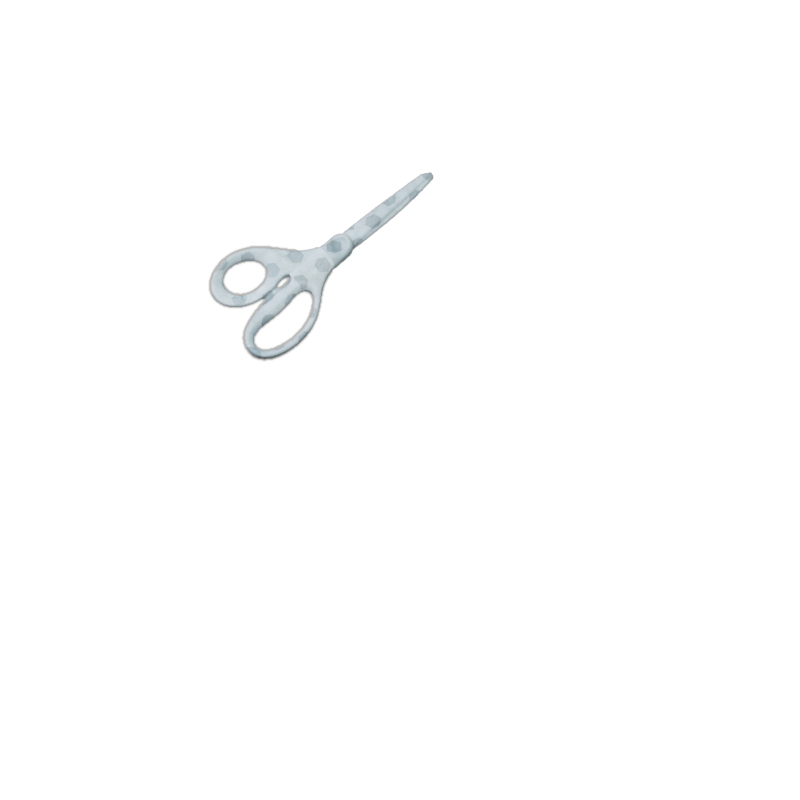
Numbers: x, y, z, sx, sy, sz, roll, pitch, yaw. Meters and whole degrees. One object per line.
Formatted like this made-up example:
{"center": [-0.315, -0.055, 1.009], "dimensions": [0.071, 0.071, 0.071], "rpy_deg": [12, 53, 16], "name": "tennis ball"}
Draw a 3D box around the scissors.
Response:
{"center": [-0.067, -0.122, 0.856], "dimensions": [0.099, 0.206, 0.015], "rpy_deg": [30, -19, 11], "name": "scissors"}
